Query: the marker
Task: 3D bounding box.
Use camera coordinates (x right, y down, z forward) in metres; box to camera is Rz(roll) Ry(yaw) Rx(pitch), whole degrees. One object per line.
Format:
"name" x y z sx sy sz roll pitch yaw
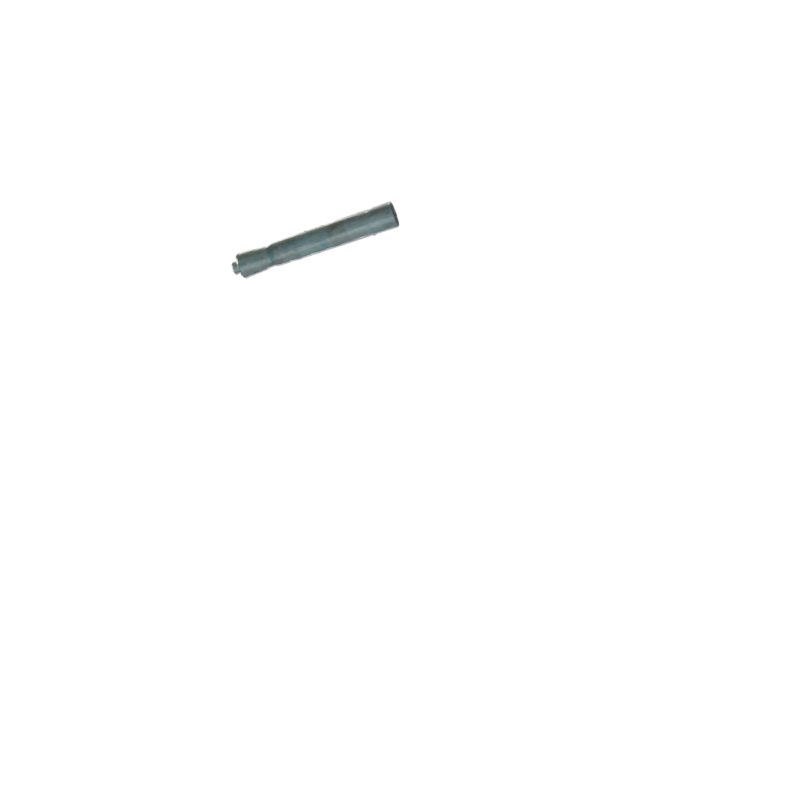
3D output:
"marker" -0.060 -0.110 0.772 0.121 0.020 0.020 -17 1 11
